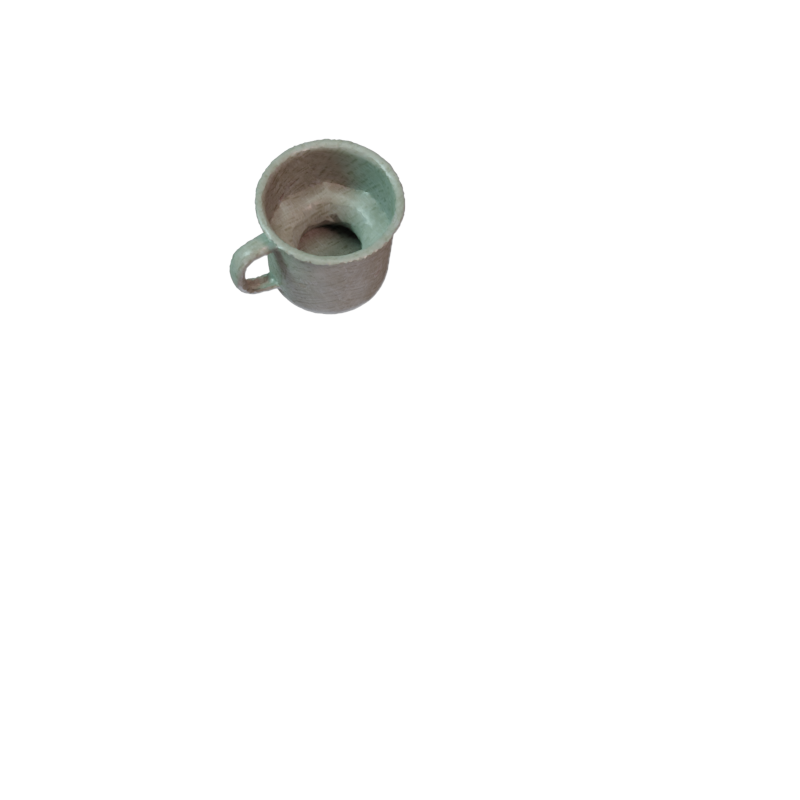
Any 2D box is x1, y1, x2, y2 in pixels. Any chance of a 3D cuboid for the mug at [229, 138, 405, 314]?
[{"bbox_3d":[-0.056,-0.102,0.714,0.117,0.099,0.077,-30,-23,-16],"label":"mug"}]
